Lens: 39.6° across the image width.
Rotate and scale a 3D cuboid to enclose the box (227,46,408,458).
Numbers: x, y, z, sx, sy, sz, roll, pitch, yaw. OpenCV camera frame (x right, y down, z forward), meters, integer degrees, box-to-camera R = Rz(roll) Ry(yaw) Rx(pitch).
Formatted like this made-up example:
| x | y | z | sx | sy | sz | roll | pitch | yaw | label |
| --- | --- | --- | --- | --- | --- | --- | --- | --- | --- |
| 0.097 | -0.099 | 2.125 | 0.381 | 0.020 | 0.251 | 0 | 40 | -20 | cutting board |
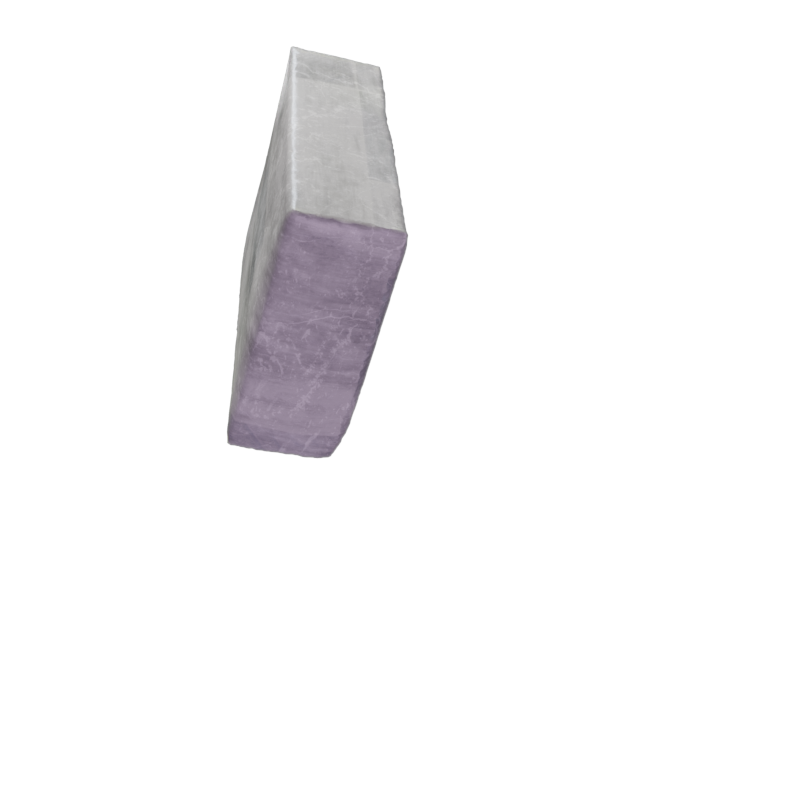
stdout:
| x | y | z | sx | sy | sz | roll | pitch | yaw | label |
| --- | --- | --- | --- | --- | --- | --- | --- | --- | --- |
| -0.053 | -0.098 | 0.683 | 0.071 | 0.156 | 0.229 | 11 | 35 | -12 | box |
